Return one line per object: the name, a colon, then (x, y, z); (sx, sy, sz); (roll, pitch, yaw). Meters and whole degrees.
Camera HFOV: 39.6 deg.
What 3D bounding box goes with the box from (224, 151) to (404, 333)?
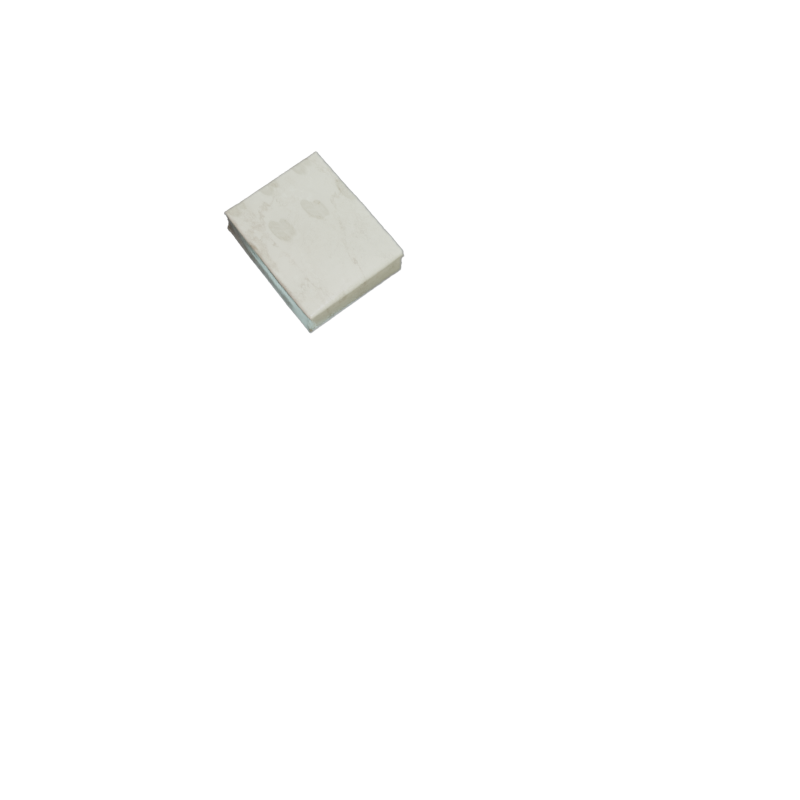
box: (-0.066, -0.121, 0.850); (0.090, 0.119, 0.037); (-35, -20, -15)
